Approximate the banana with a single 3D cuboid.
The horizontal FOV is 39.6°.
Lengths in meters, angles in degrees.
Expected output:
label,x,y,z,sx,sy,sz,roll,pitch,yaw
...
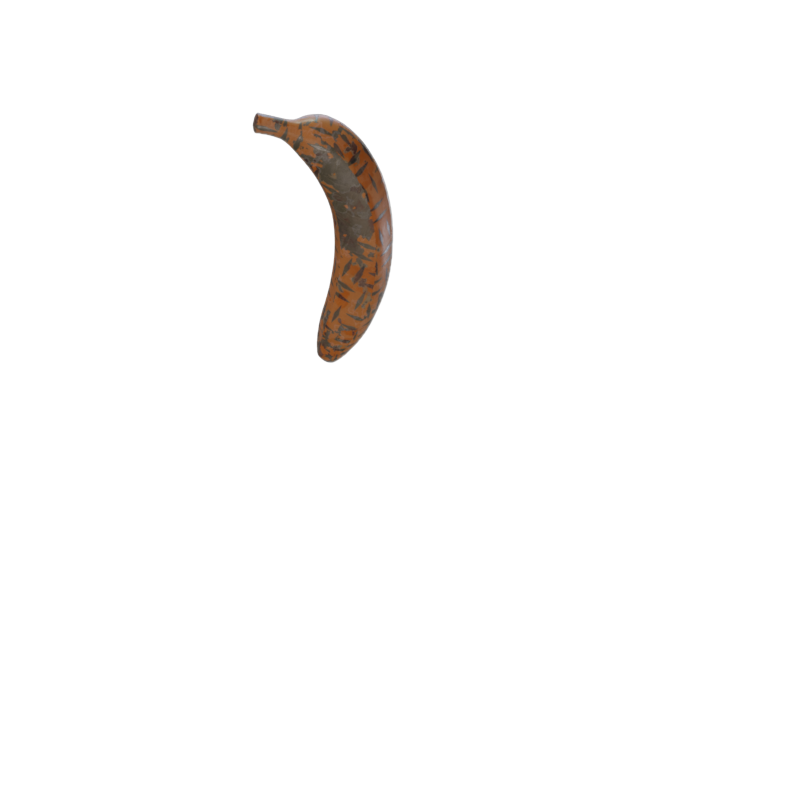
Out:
label,x,y,z,sx,sy,sz,roll,pitch,yaw
banana,-0.038,-0.107,0.707,0.070,0.184,0.039,-9,37,6
